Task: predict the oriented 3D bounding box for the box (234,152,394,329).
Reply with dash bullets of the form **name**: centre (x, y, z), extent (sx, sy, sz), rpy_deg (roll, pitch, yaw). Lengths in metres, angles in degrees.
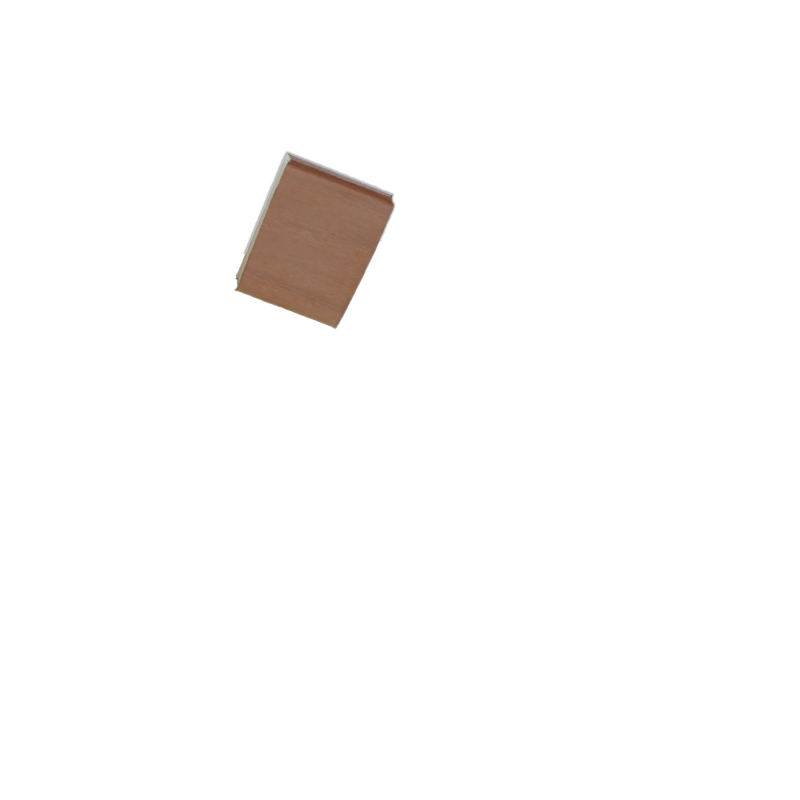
- **box**: centre (-0.067, -0.122, 0.854), extent (0.088, 0.111, 0.040), rpy_deg (22, 16, -8)
